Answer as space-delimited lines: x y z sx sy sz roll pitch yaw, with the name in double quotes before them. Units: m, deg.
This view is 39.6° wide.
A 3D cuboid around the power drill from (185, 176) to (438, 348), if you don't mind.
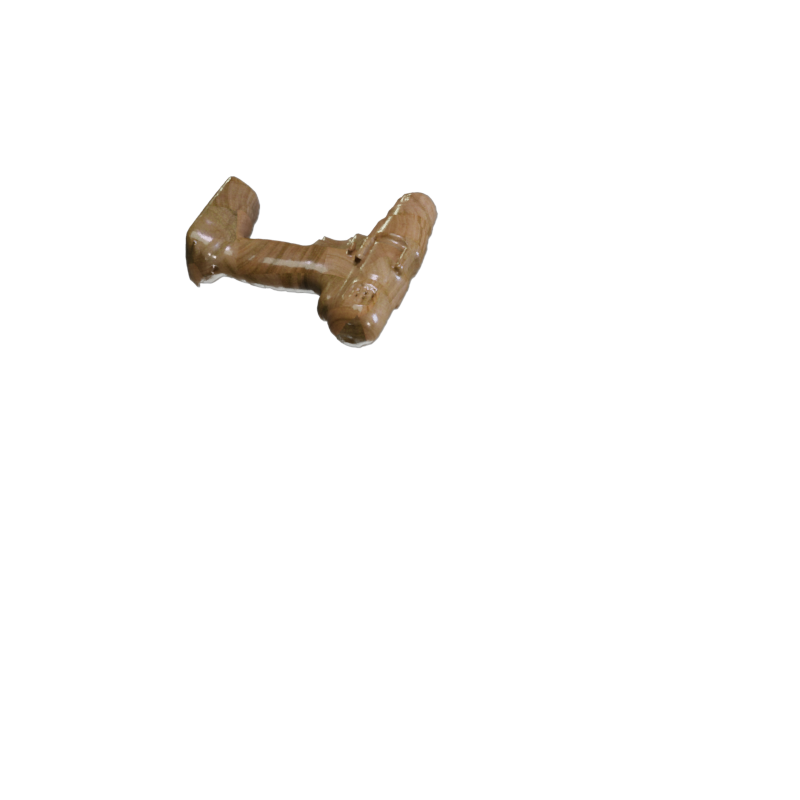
"power drill" -0.074 -0.135 0.944 0.193 0.053 0.192 14 44 15
